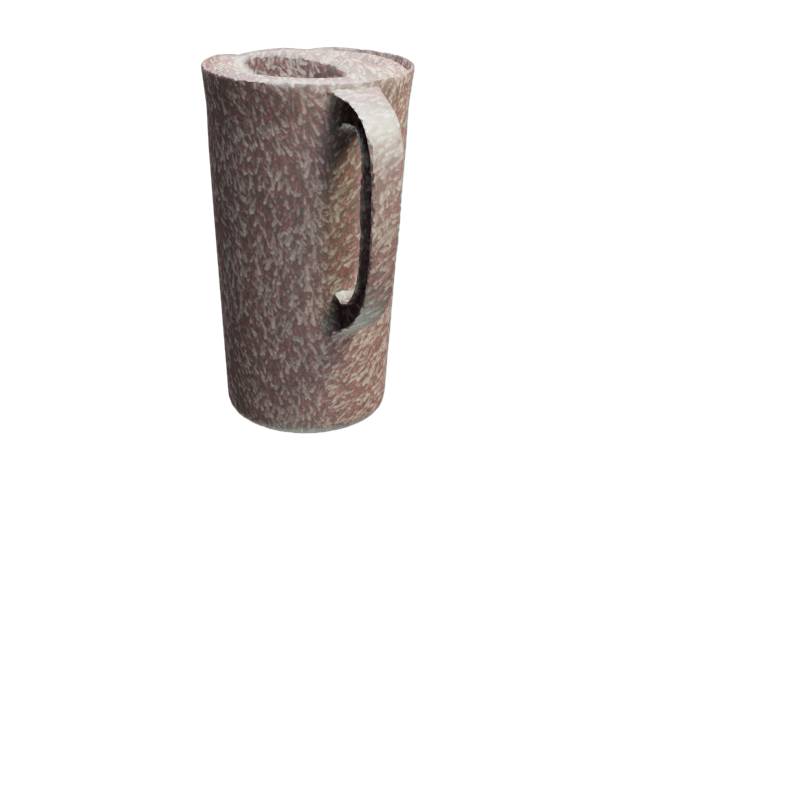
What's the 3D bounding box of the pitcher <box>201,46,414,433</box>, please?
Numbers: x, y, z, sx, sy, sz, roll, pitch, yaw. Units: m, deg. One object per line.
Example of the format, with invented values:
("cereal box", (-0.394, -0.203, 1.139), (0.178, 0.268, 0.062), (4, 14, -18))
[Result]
("pitcher", (-0.056, -0.103, 0.718), (0.148, 0.232, 0.153), (7, 22, 14))
